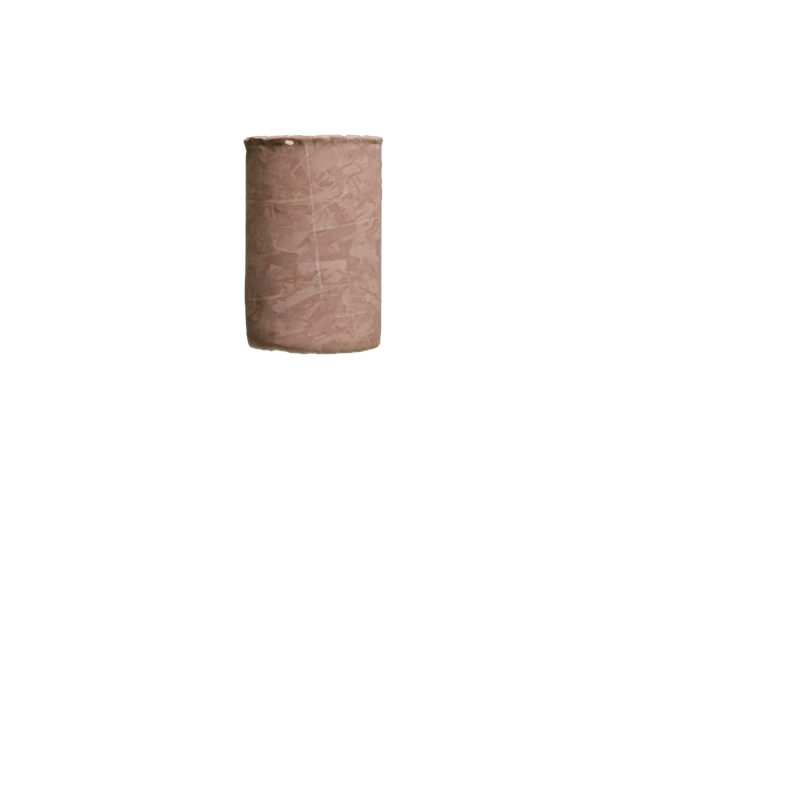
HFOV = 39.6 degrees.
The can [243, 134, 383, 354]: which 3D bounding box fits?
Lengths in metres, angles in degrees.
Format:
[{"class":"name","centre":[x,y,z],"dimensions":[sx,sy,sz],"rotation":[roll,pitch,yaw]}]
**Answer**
[{"class":"can","centre":[-0.042,-0.077,0.543],"dimensions":[0.068,0.101,0.069],"rotation":[0,5,-2]}]
